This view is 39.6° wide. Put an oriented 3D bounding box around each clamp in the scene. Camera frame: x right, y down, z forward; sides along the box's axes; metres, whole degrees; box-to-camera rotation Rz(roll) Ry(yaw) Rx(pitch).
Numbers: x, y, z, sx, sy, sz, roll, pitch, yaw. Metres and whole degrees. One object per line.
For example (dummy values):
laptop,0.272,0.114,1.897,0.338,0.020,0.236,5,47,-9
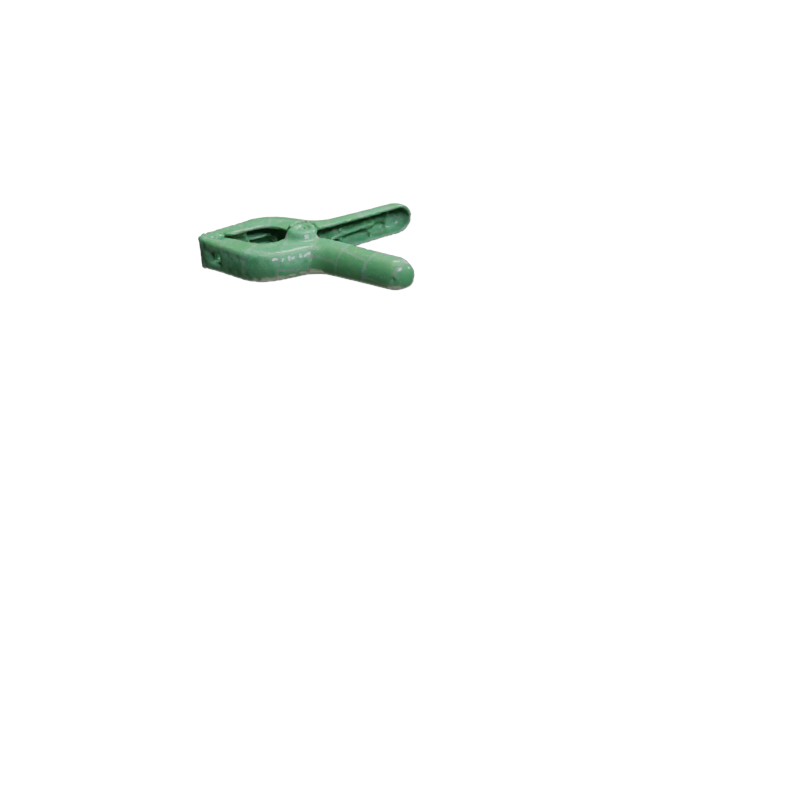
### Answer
clamp,-0.068,-0.124,0.868,0.174,0.037,0.124,5,27,10
